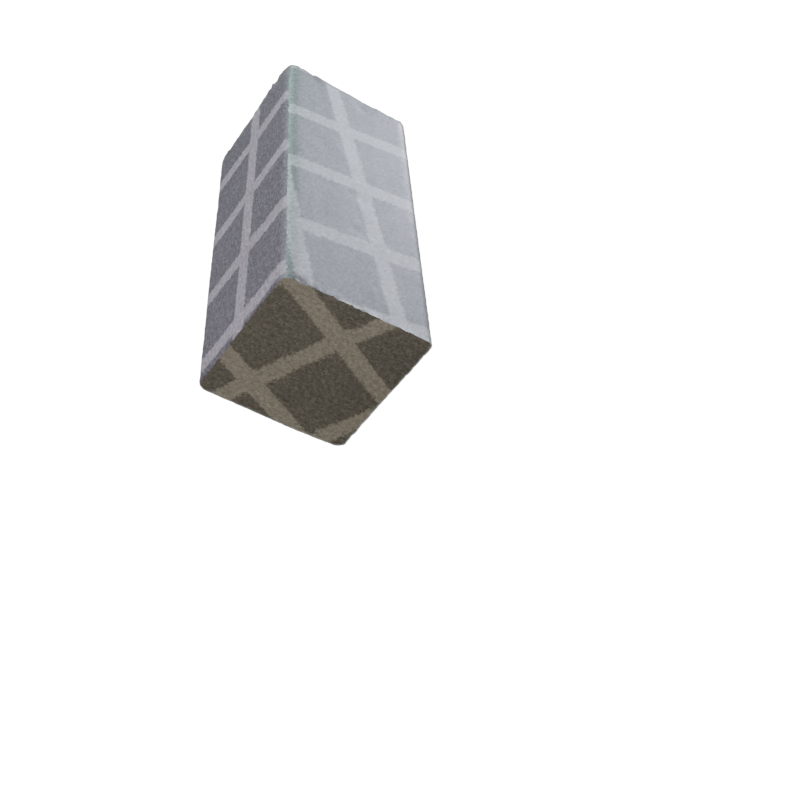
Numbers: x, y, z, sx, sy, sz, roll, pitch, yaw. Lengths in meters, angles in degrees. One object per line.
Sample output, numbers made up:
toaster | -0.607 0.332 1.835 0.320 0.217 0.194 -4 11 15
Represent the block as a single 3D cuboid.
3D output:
block | -0.051 -0.091 0.639 0.086 0.221 0.088 24 -53 -24
